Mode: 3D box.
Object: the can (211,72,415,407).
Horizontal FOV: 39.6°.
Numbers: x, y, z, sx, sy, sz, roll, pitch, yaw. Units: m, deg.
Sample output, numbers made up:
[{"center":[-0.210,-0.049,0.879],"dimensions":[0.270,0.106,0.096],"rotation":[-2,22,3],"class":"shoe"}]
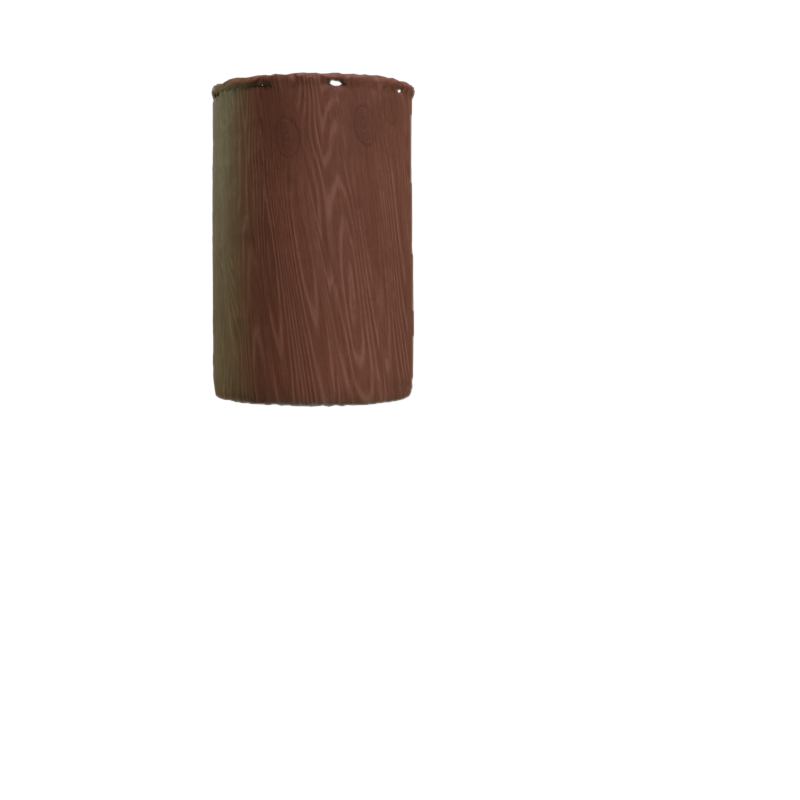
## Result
[{"center":[-0.029,-0.053,0.370],"dimensions":[0.068,0.102,0.069],"rotation":[0,1,-2],"class":"can"}]
